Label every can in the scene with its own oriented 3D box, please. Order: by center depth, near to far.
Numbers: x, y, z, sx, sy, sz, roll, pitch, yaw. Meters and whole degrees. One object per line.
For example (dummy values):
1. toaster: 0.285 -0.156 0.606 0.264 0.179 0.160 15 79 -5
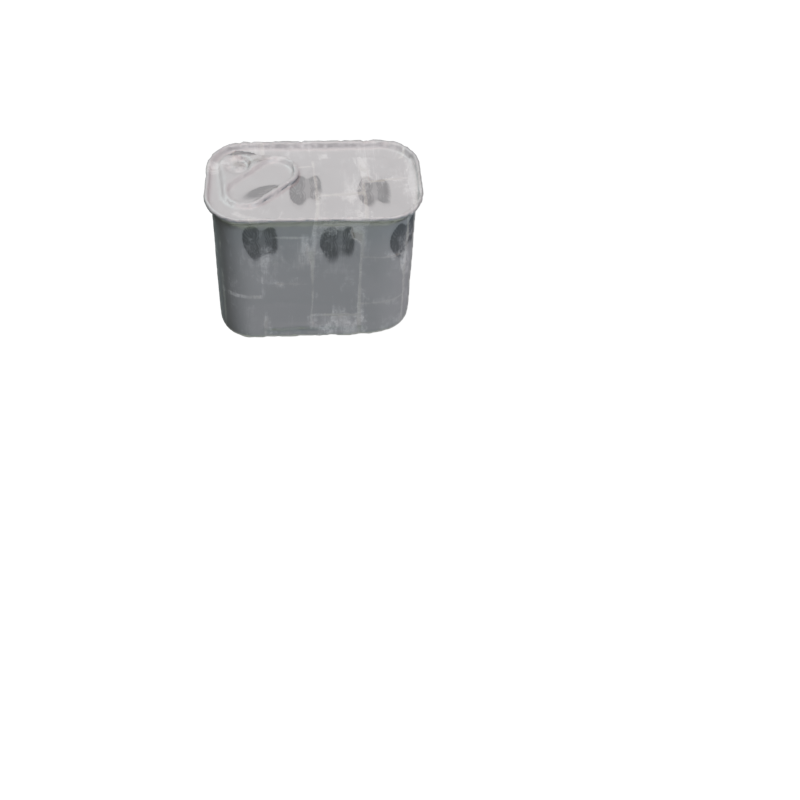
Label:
1. can: -0.043 -0.078 0.548 0.102 0.062 0.078 -1 -42 -2
